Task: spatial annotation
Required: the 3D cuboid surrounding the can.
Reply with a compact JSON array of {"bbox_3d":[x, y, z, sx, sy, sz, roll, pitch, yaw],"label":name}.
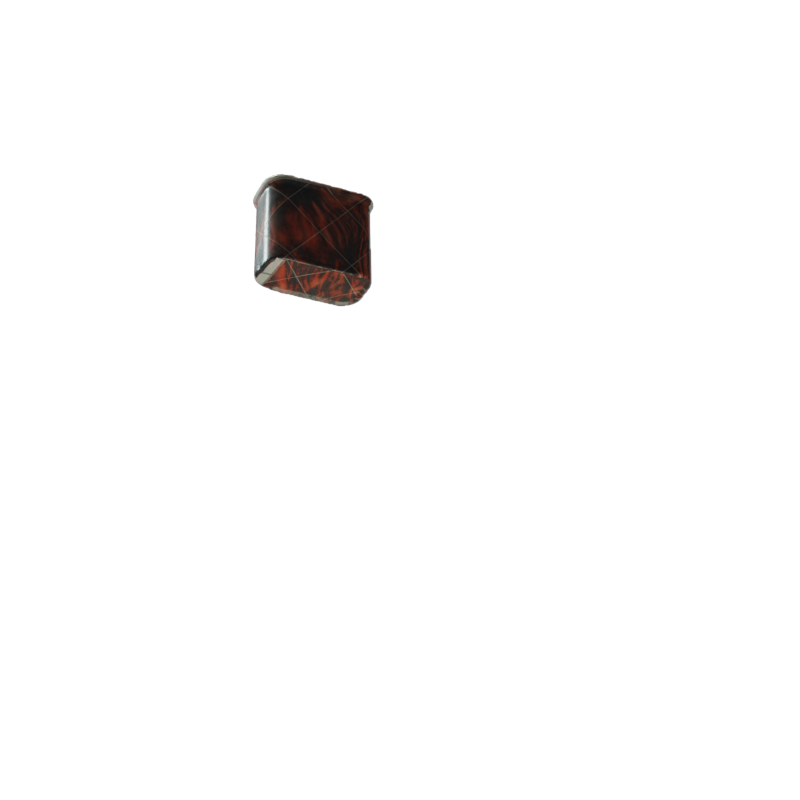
[{"bbox_3d":[-0.073,-0.134,0.937,0.098,0.089,0.056,12,-34,-21],"label":"can"}]
